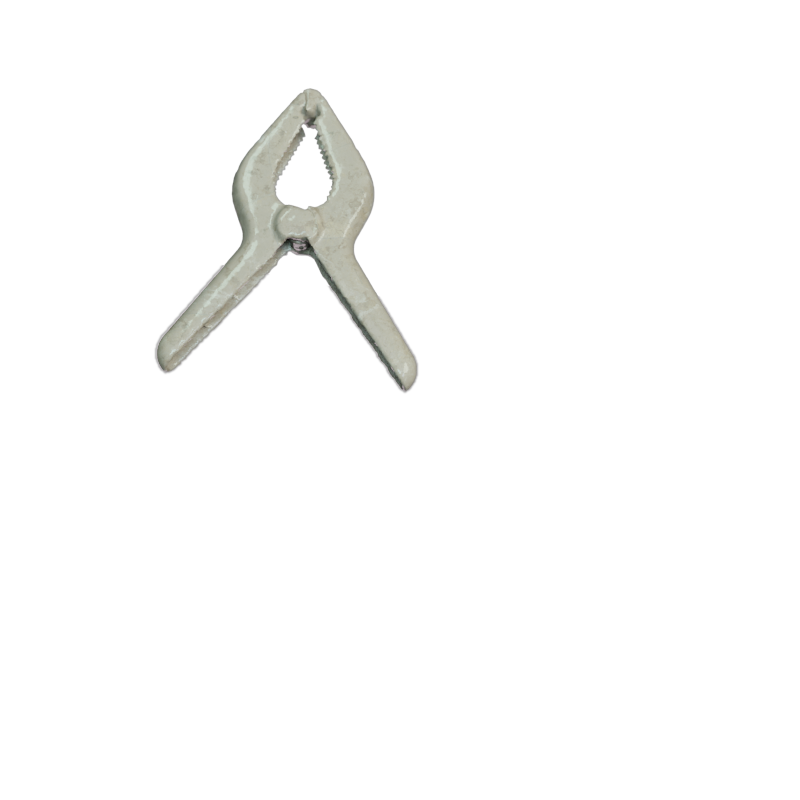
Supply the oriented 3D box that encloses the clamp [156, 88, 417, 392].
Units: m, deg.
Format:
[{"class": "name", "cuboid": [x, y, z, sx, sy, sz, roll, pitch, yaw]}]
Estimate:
[{"class": "clamp", "cuboid": [-0.057, -0.104, 0.730, 0.166, 0.218, 0.035, 10, -20, 3]}]
